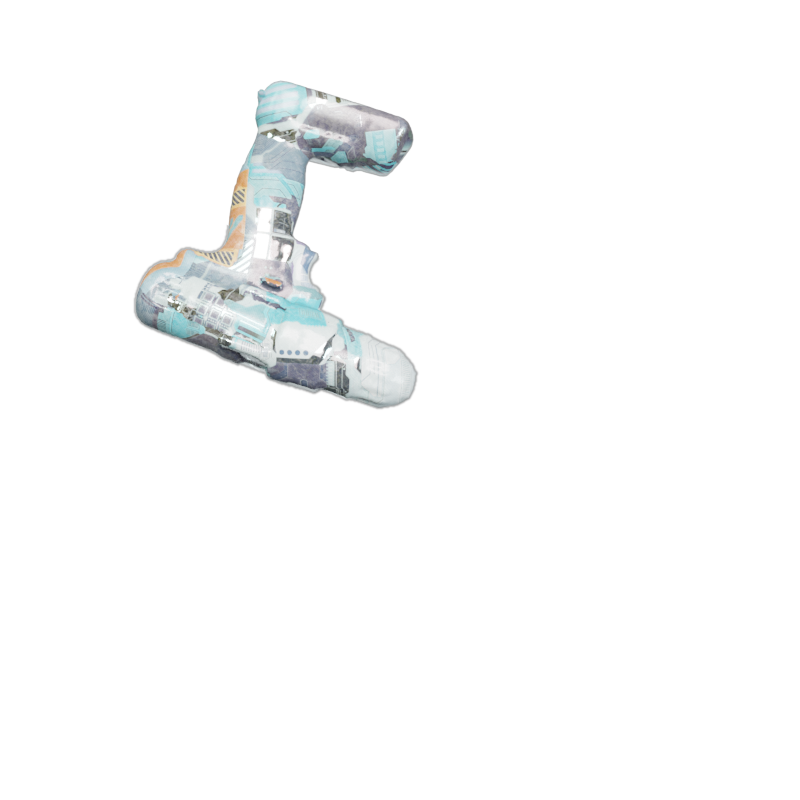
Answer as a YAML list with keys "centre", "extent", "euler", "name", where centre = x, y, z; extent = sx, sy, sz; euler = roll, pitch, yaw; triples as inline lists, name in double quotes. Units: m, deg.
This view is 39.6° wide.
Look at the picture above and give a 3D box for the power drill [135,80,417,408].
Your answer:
- centre: [-0.056, -0.102, 0.716]
  extent: [0.187, 0.194, 0.055]
  euler: [19, -18, 6]
  name: "power drill"
